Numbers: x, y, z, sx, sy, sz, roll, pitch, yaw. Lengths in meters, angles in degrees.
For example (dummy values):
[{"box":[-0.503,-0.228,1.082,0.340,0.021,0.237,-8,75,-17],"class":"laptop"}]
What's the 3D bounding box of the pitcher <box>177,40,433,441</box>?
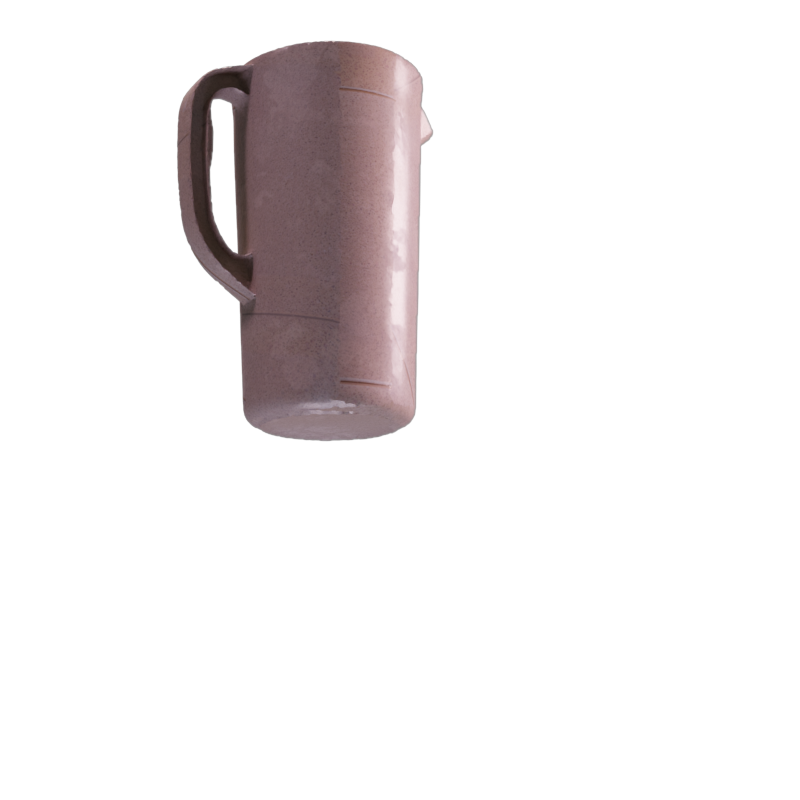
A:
[{"box":[-0.057,-0.103,0.724,0.151,0.254,0.137,-5,-18,12],"class":"pitcher"}]
